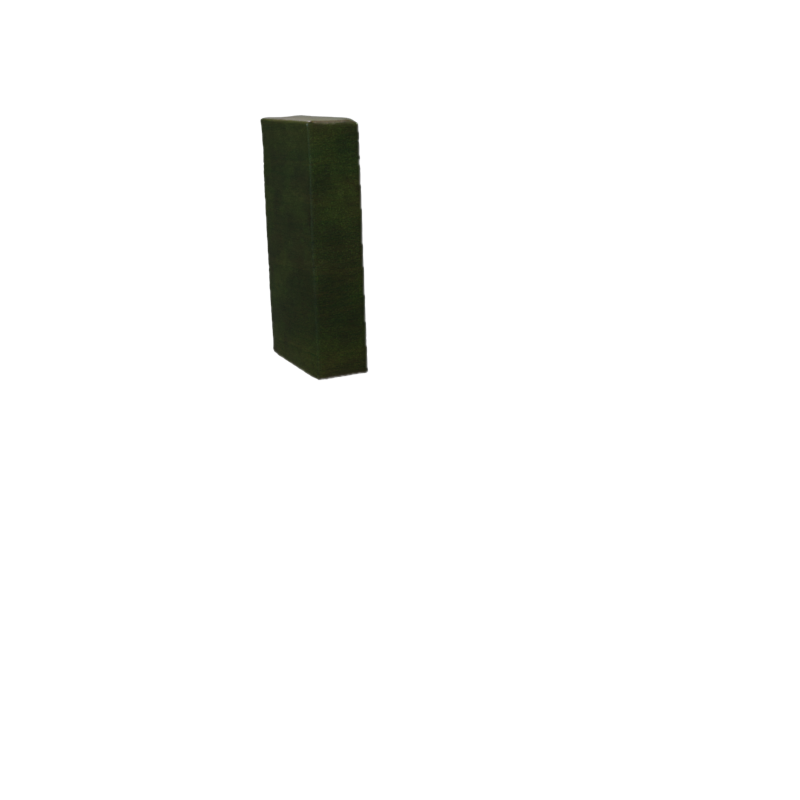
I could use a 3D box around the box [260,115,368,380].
[{"bbox_3d":[-0.061,-0.112,0.785,0.047,0.172,0.098,-4,12,-25],"label":"box"}]
